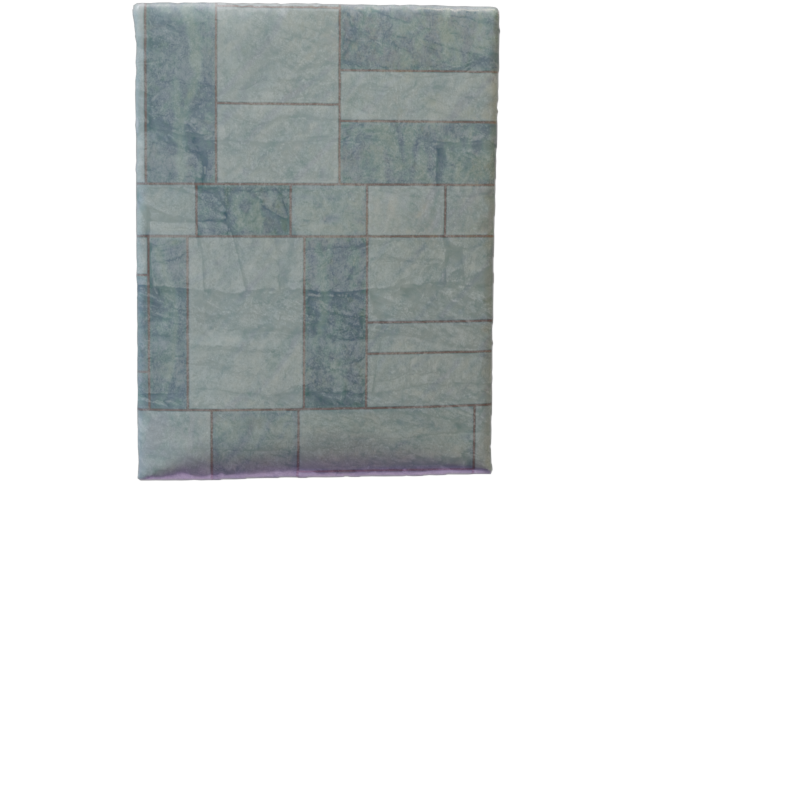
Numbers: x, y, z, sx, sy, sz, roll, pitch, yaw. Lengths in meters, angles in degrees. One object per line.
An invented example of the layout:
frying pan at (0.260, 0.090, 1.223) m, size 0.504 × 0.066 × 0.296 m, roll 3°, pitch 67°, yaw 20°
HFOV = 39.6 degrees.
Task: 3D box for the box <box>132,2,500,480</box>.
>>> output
box at (-0.041, -0.075, 0.524) m, size 0.163 × 0.212 × 0.073 m, roll 0°, pitch 4°, yaw -6°
